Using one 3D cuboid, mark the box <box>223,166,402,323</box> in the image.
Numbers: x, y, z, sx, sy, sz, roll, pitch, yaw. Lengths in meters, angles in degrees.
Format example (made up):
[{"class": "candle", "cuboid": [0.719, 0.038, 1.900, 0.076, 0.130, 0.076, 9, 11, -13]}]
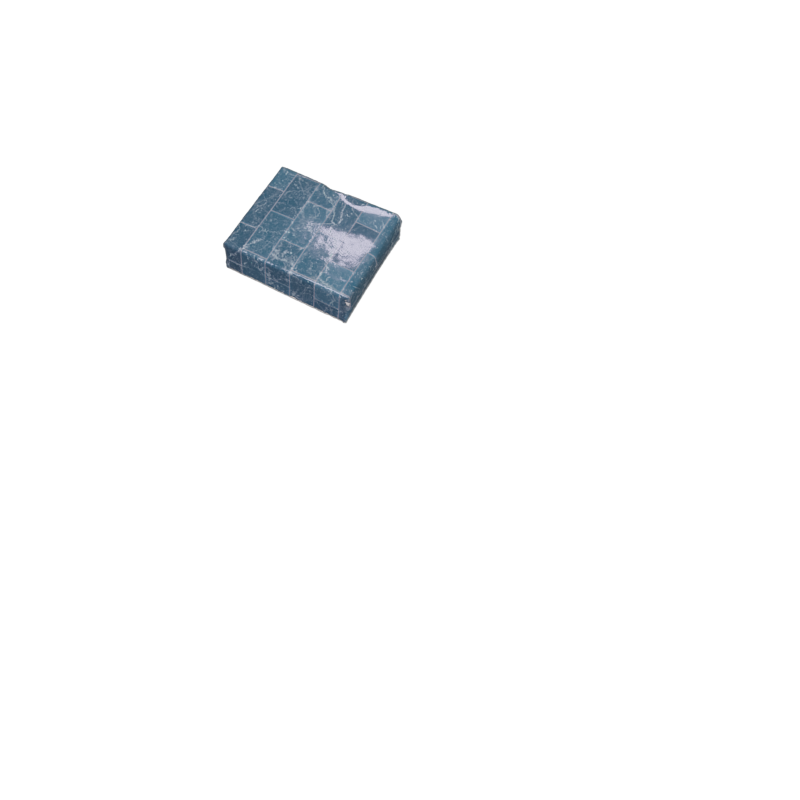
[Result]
[{"class": "box", "cuboid": [-0.054, -0.099, 0.696, 0.092, 0.075, 0.028, 24, -31, 15]}]
